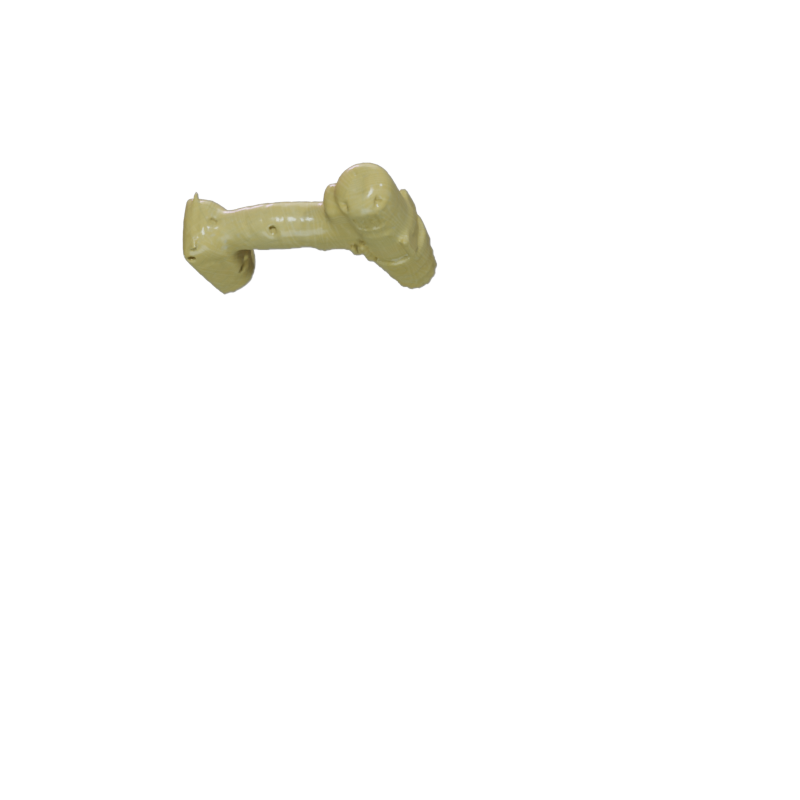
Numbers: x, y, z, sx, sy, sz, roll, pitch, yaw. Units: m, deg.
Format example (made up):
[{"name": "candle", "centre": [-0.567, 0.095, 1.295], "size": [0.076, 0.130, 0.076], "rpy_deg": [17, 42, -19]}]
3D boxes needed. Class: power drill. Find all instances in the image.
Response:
[{"name": "power drill", "centre": [-0.072, -0.131, 0.920], "size": [0.190, 0.060, 0.172], "rpy_deg": [-6, -21, 16]}]
